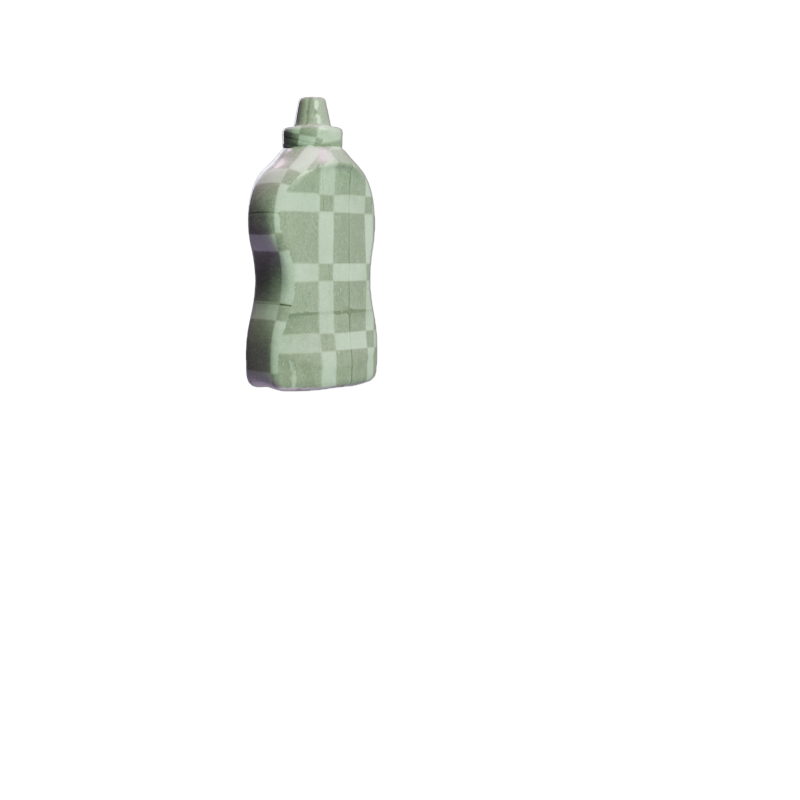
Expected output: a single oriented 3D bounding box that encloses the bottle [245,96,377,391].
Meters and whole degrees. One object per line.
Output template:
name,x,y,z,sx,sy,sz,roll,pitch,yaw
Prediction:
bottle,-0.058,-0.106,0.740,0.092,0.191,0.061,-1,2,-43
